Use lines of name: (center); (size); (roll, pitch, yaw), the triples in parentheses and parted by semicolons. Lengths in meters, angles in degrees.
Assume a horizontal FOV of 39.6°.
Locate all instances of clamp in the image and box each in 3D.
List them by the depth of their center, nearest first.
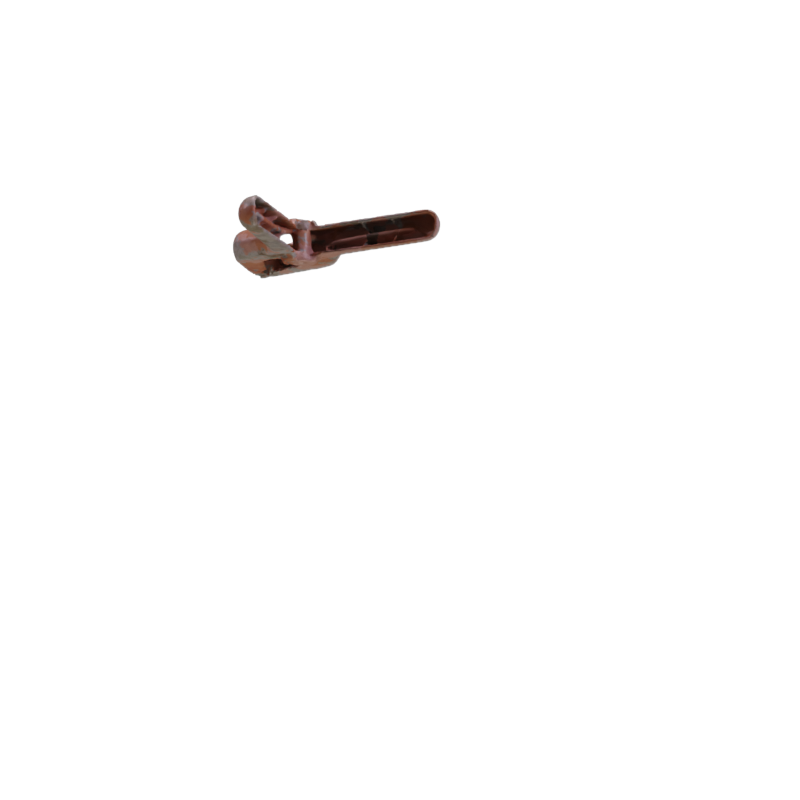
clamp: (-0.073, -0.133, 0.929); (0.161, 0.037, 0.211); (1, -5, -18)
